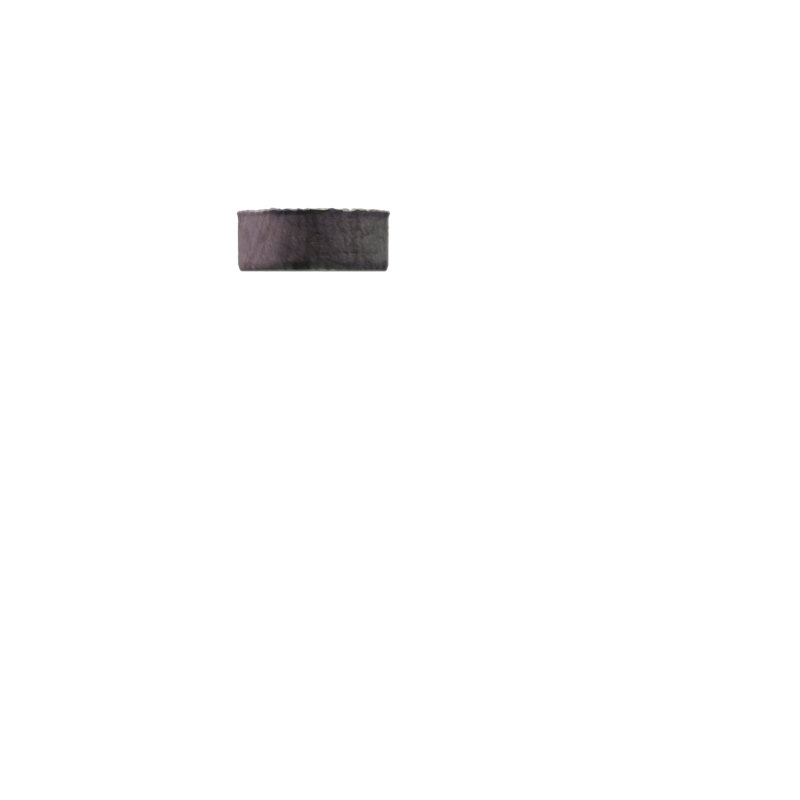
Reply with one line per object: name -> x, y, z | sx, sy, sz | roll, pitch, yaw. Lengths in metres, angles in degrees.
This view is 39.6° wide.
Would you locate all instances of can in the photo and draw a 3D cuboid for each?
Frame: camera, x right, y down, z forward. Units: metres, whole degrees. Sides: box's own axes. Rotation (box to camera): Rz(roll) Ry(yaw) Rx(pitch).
can -> -0.048, -0.088, 0.619 | 0.086, 0.033, 0.086 | 0, 5, -2
